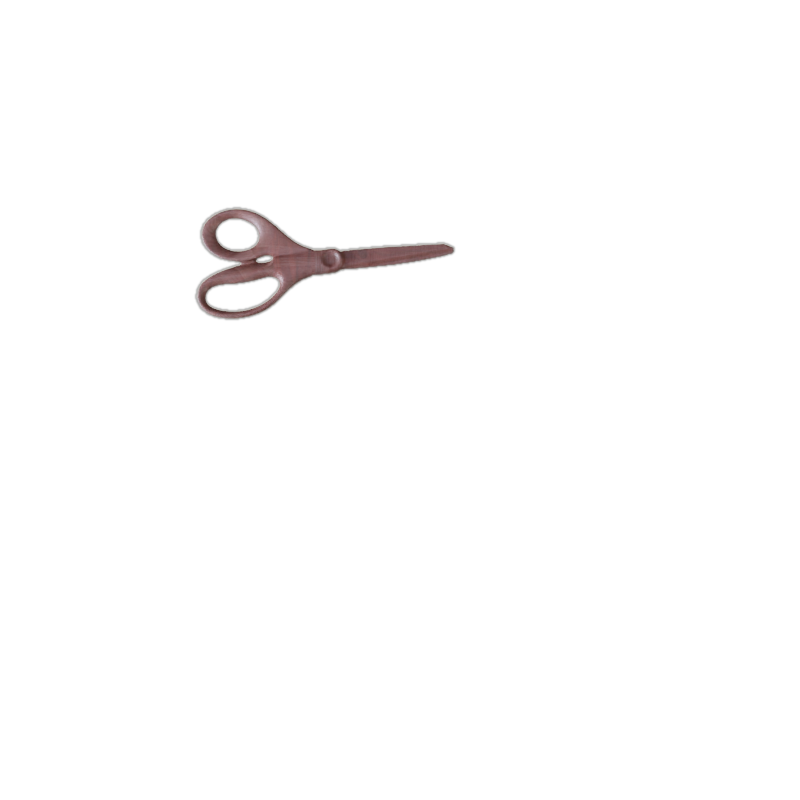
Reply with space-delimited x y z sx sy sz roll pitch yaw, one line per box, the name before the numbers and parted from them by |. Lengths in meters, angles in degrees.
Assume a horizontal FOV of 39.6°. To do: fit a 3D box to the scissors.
scissors | -0.068 -0.124 0.871 0.201 0.100 0.015 -21 -13 -5
